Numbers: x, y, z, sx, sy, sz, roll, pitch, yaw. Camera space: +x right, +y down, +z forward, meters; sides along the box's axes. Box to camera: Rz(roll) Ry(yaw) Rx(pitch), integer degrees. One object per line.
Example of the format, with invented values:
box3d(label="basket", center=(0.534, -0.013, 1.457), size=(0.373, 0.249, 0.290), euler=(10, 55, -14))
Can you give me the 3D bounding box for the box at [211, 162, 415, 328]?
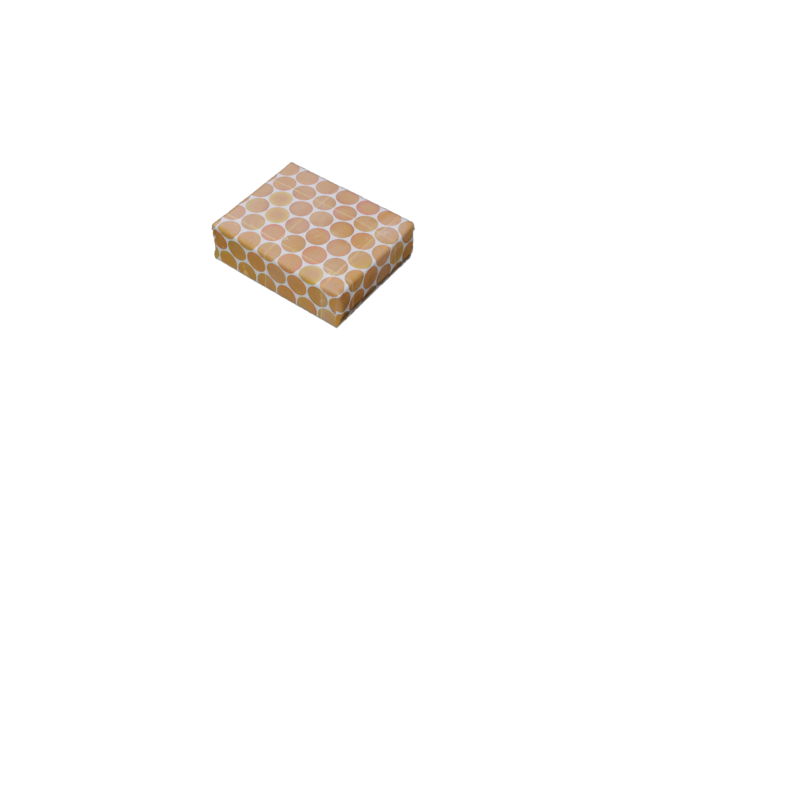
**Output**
box3d(label="box", center=(-0.060, -0.111, 0.774), size=(0.120, 0.036, 0.091), euler=(28, 51, 24))
